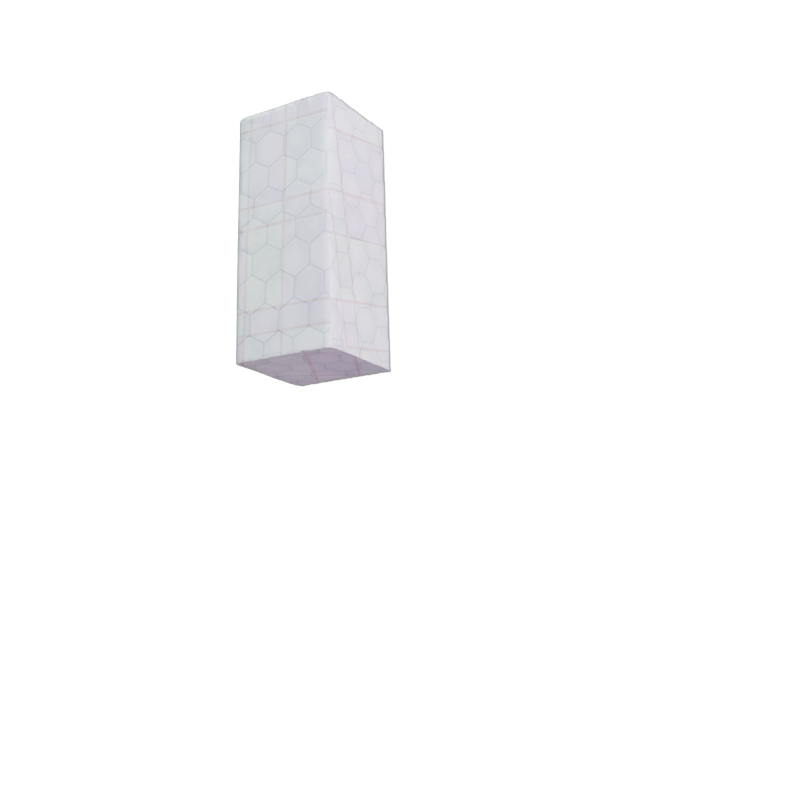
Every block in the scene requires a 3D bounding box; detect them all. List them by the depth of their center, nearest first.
[{"bbox_3d":[-0.070,-0.126,0.880,0.092,0.216,0.084,-13,-22,30],"label":"block"}]
